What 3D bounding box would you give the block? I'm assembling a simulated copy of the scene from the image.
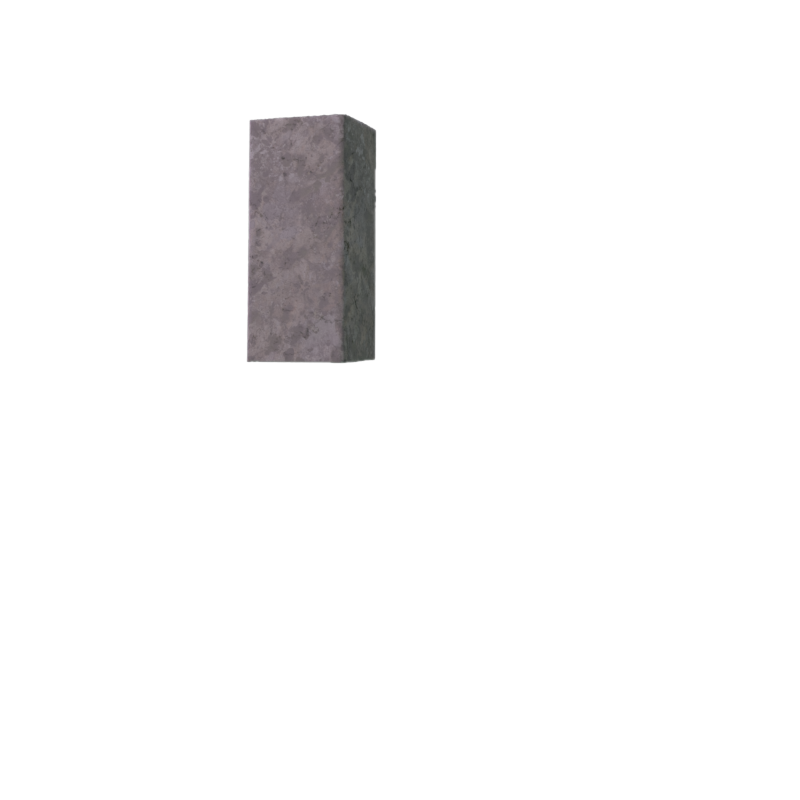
[{"bbox_3d":[-0.075,-0.138,0.964,0.093,0.208,0.087,-1,-3,19],"label":"block"}]
